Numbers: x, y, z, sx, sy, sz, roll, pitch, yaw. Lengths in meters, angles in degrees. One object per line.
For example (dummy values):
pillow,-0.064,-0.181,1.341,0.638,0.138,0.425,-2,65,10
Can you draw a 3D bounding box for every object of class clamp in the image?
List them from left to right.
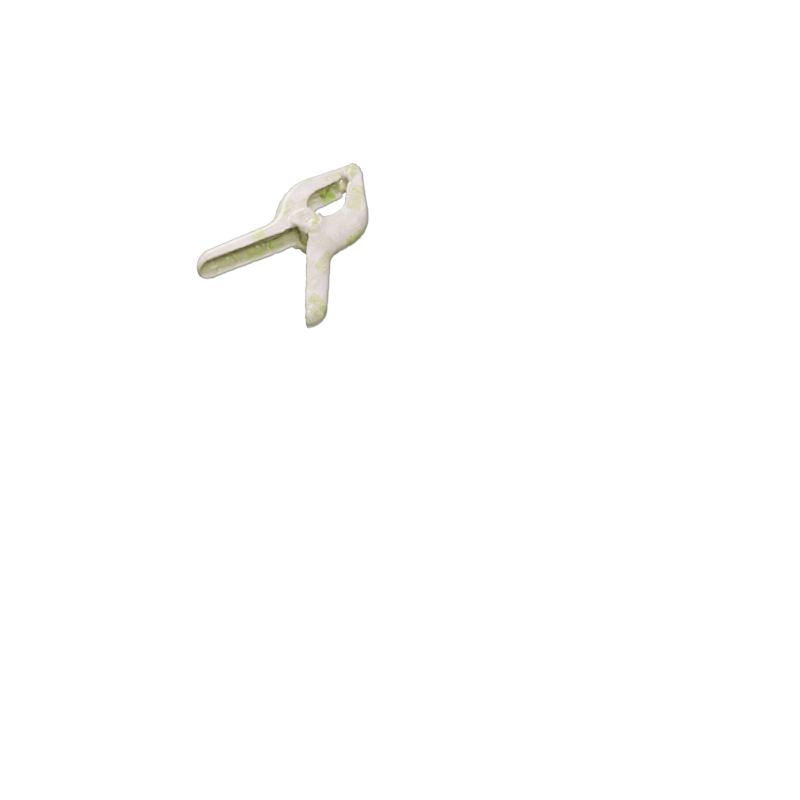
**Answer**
clamp,-0.073,-0.133,0.929,0.126,0.174,0.037,34,-28,21
